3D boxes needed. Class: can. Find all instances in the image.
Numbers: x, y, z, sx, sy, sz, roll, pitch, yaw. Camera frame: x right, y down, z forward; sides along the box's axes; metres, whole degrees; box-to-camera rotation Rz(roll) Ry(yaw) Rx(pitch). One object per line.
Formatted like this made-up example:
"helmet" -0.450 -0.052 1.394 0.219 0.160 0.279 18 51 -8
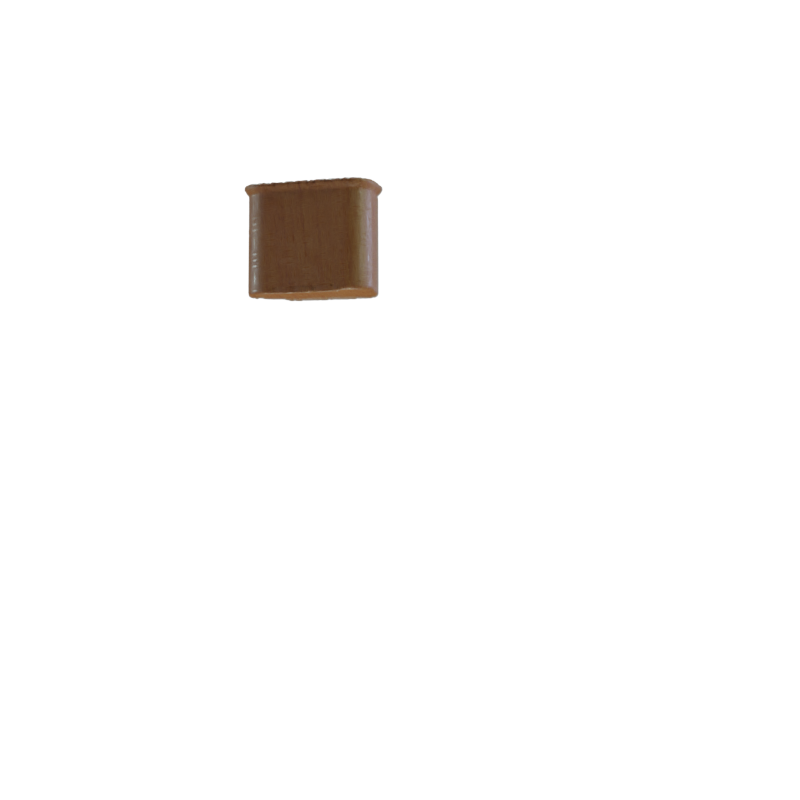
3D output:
"can" -0.065 -0.119 0.836 0.104 0.086 0.055 -2 -7 16
